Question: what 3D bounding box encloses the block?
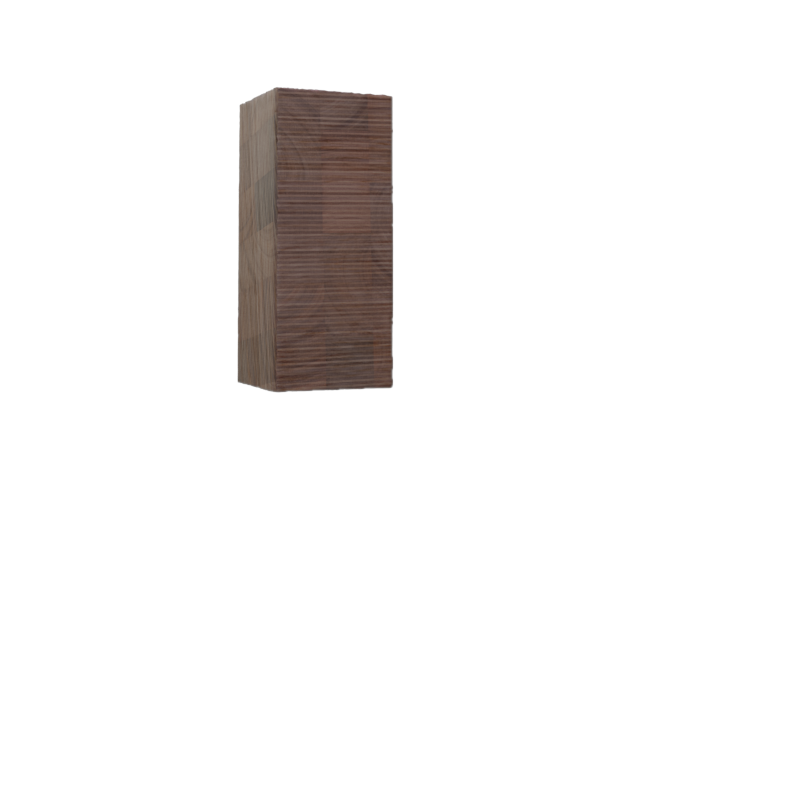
[{"bbox_3d":[-0.063,-0.114,0.801,0.088,0.207,0.092,0,-1,-24],"label":"block"}]
